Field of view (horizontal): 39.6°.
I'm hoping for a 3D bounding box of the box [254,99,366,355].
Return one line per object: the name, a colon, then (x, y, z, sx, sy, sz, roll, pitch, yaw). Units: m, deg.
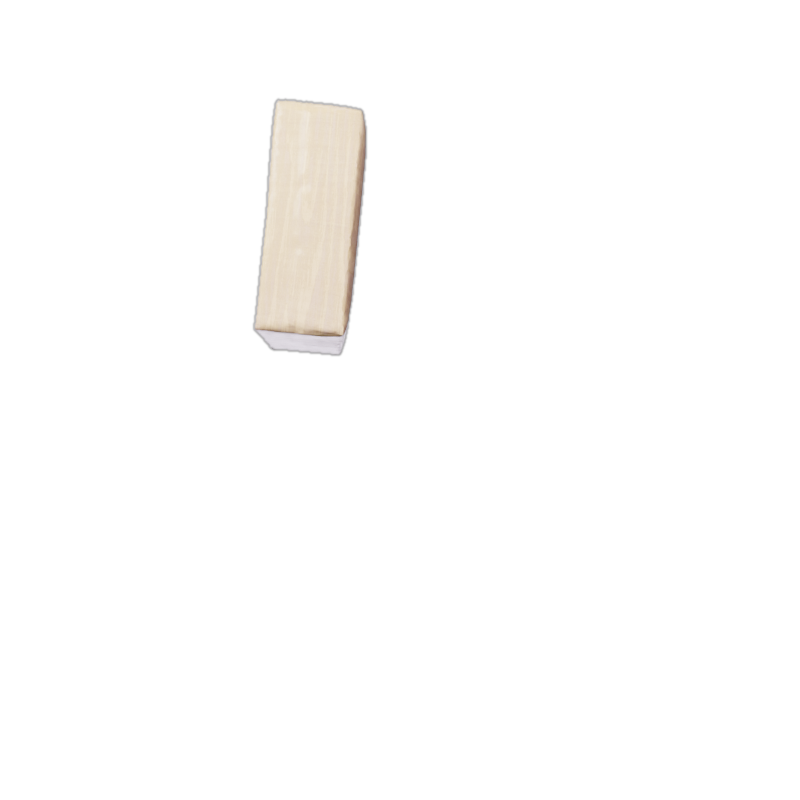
box: (-0.068, -0.123, 0.865, 0.072, 0.167, 0.211, 5, -4, -4)
